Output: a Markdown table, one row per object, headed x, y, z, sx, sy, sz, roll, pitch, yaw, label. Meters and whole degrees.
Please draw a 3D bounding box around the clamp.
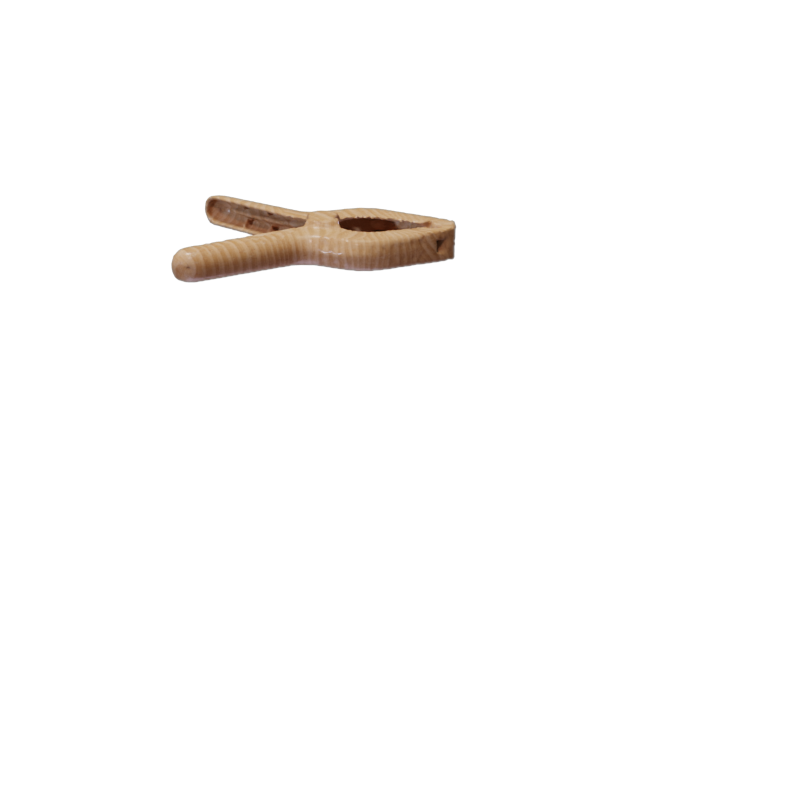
| x | y | z | sx | sy | sz | roll | pitch | yaw | label |
| --- | --- | --- | --- | --- | --- | --- | --- | --- | --- |
| -0.065 | -0.119 | 0.834 | 0.213 | 0.035 | 0.171 | 4 | 25 | 8 | clamp |
